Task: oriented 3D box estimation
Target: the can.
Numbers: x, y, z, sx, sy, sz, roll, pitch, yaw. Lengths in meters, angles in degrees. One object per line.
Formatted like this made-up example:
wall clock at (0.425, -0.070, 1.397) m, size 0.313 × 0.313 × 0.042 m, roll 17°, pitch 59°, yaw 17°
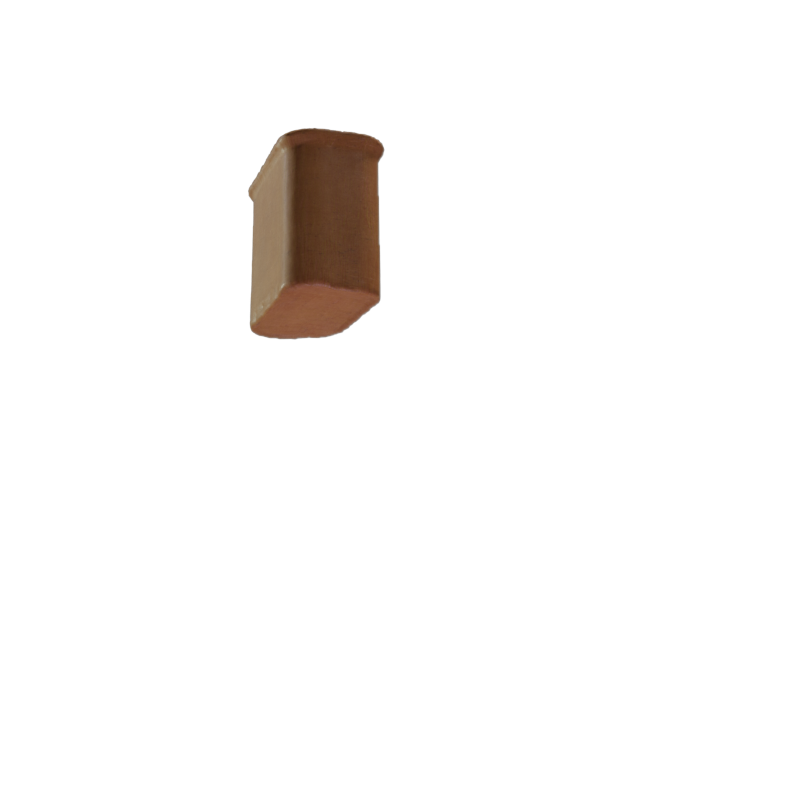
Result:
can at (-0.046, -0.084, 0.590) m, size 0.056 × 0.087 × 0.100 m, roll 5°, pitch -17°, yaw -19°
